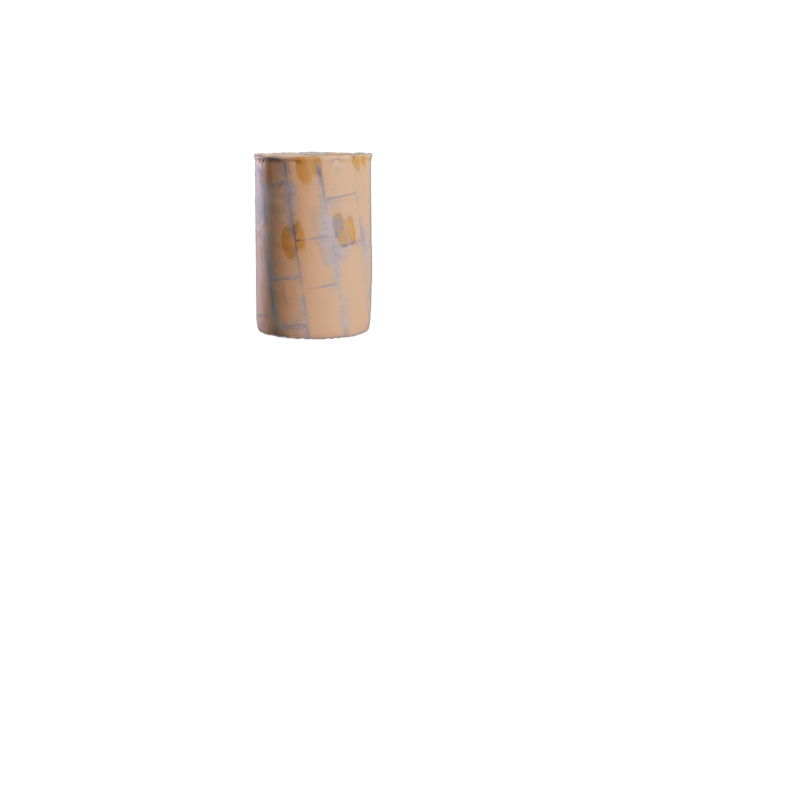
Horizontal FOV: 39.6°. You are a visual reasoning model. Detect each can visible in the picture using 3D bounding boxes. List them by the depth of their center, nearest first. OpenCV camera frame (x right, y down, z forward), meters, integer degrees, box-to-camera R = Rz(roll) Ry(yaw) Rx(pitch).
[{"bbox_3d":[-0.050,-0.091,0.639,0.068,0.100,0.070,0,9,-2],"label":"can"}]
